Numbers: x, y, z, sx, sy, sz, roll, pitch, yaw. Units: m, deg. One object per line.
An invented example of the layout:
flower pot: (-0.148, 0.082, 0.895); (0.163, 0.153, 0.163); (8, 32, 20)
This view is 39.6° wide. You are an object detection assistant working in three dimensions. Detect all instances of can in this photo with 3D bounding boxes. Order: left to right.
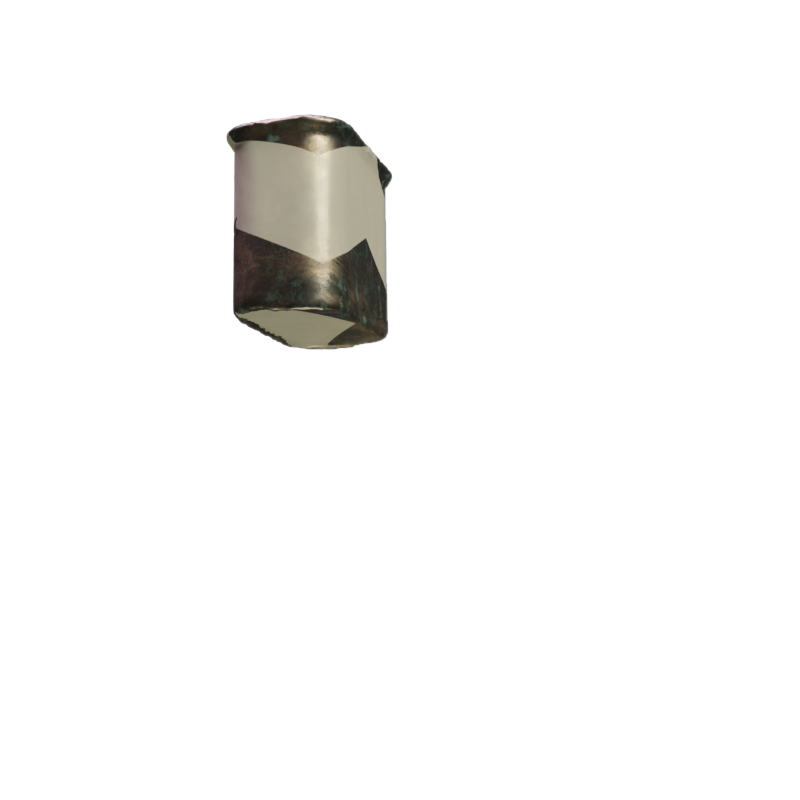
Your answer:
can: (-0.040, -0.072, 0.507); (0.058, 0.087, 0.097); (-4, -12, 16)
